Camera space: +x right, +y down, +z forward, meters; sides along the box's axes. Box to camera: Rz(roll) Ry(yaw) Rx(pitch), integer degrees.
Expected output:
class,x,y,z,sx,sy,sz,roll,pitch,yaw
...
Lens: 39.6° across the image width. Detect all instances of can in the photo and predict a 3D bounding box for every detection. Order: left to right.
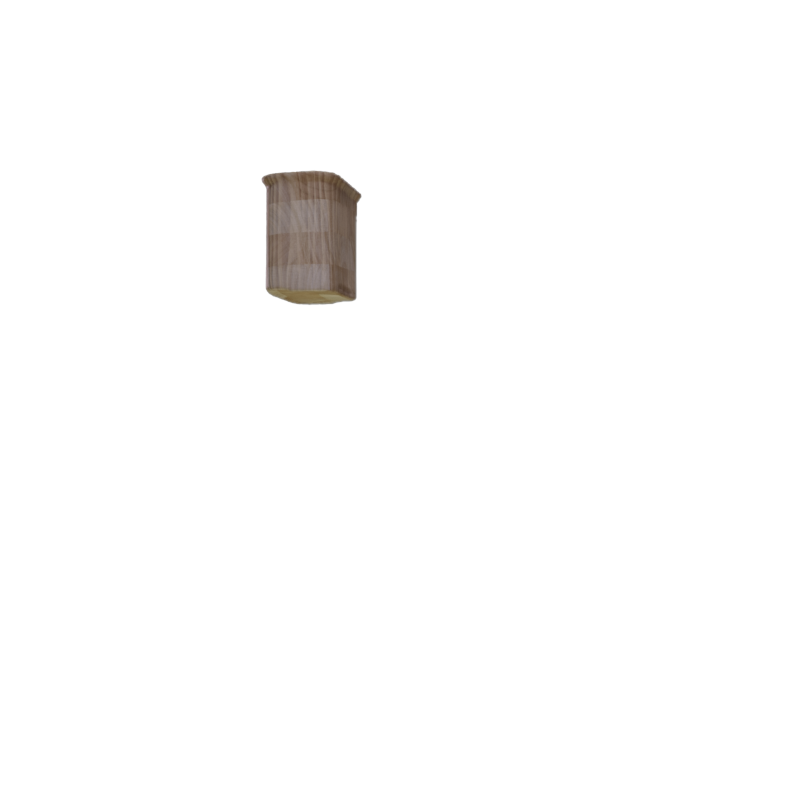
class,x,y,z,sx,sy,sz,roll,pitch,yaw
can,-0.064,-0.116,0.814,0.058,0.085,0.099,-2,-4,12
